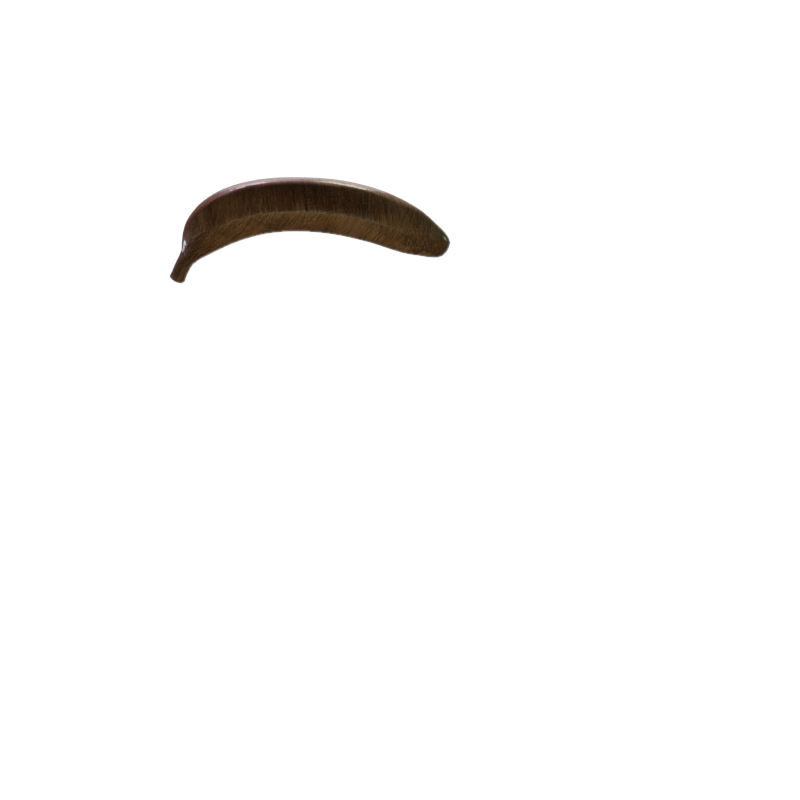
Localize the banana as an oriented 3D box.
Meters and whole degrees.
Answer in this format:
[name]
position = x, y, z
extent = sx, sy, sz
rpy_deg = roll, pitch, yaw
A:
[banana]
position = -0.066, -0.124, 0.767
extent = 0.198, 0.064, 0.039
rpy_deg = -4, 43, 3
